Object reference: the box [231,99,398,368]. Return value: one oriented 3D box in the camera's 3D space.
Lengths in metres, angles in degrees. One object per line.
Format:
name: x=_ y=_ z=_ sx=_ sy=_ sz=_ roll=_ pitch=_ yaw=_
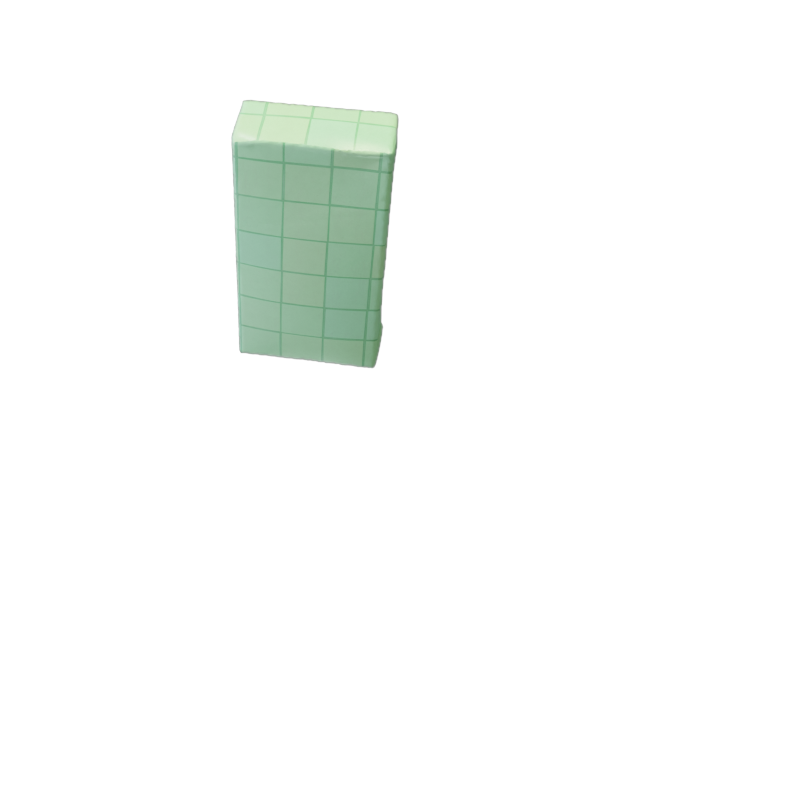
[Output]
box: x=-0.053 y=-0.096 z=0.677 sx=0.094 sy=0.051 sz=0.164 roll=7 pitch=-42 yaw=3
